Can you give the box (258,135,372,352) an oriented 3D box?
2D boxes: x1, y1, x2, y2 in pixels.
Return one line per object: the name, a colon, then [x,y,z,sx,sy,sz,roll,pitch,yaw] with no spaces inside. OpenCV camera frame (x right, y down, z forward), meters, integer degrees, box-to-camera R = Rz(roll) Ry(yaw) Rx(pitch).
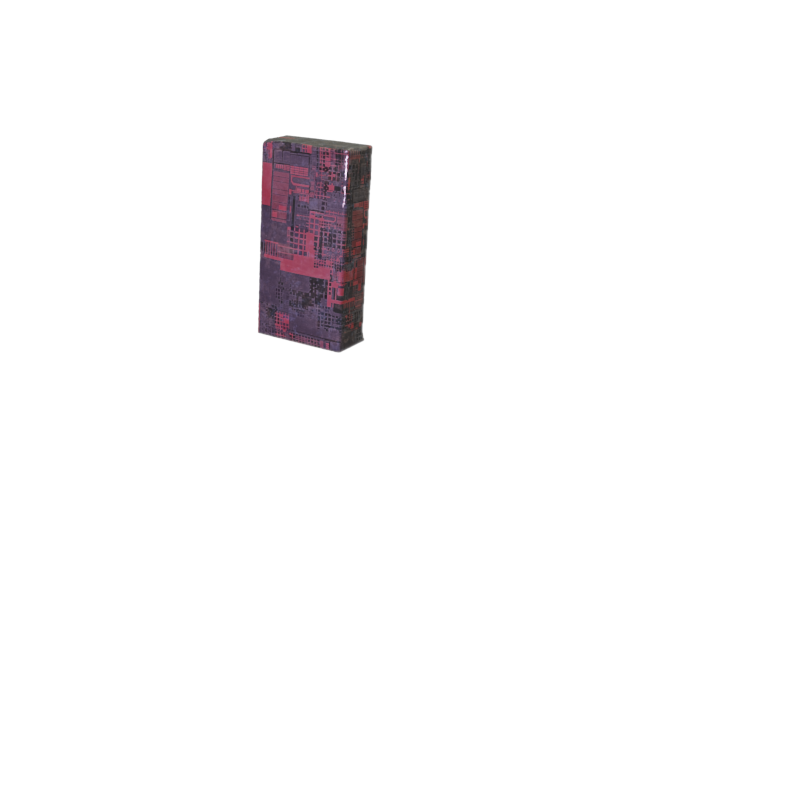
box: [-0.076,-0.138,0.965,0.098,0.170,0.047,11,18,32]
